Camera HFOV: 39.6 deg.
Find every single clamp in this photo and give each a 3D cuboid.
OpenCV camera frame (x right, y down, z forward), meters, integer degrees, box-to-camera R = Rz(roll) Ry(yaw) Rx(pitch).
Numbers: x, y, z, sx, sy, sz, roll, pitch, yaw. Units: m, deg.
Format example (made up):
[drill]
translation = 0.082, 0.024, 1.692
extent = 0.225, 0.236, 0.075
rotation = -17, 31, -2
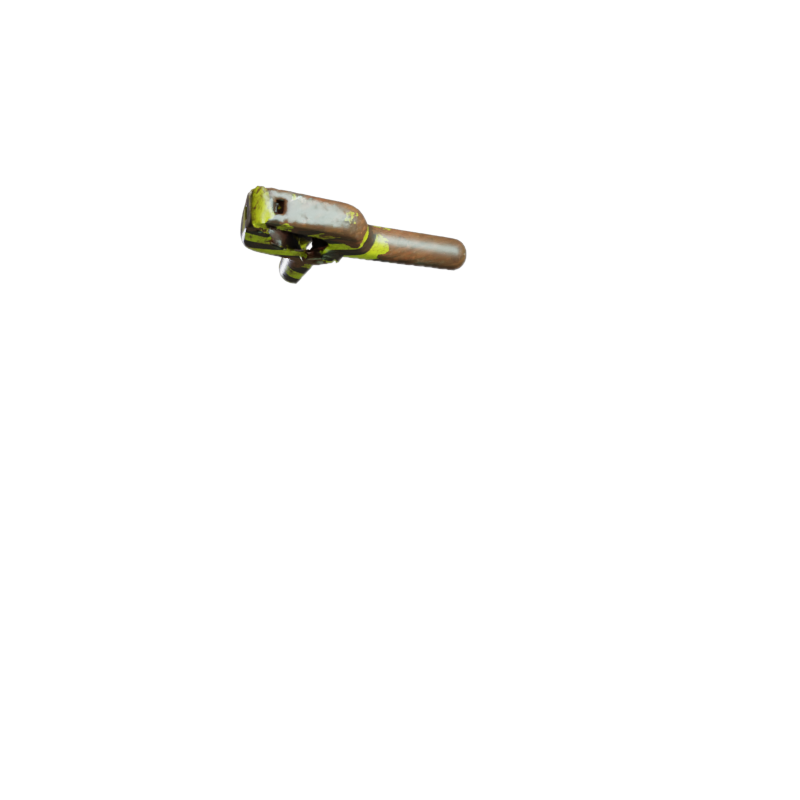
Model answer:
[clamp]
translation = -0.066, -0.121, 0.846
extent = 0.169, 0.037, 0.199
rotation = -4, -7, 32
